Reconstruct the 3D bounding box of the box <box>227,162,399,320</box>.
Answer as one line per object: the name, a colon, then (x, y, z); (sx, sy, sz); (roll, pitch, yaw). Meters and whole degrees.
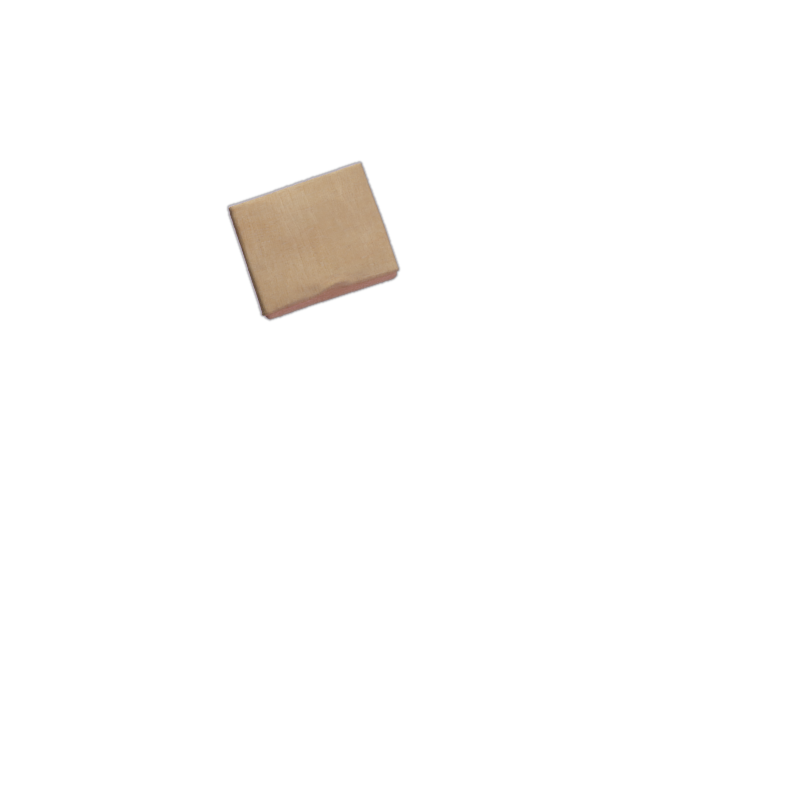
box: (-0.054, -0.098, 0.688); (0.089, 0.075, 0.029); (-19, -10, -4)
